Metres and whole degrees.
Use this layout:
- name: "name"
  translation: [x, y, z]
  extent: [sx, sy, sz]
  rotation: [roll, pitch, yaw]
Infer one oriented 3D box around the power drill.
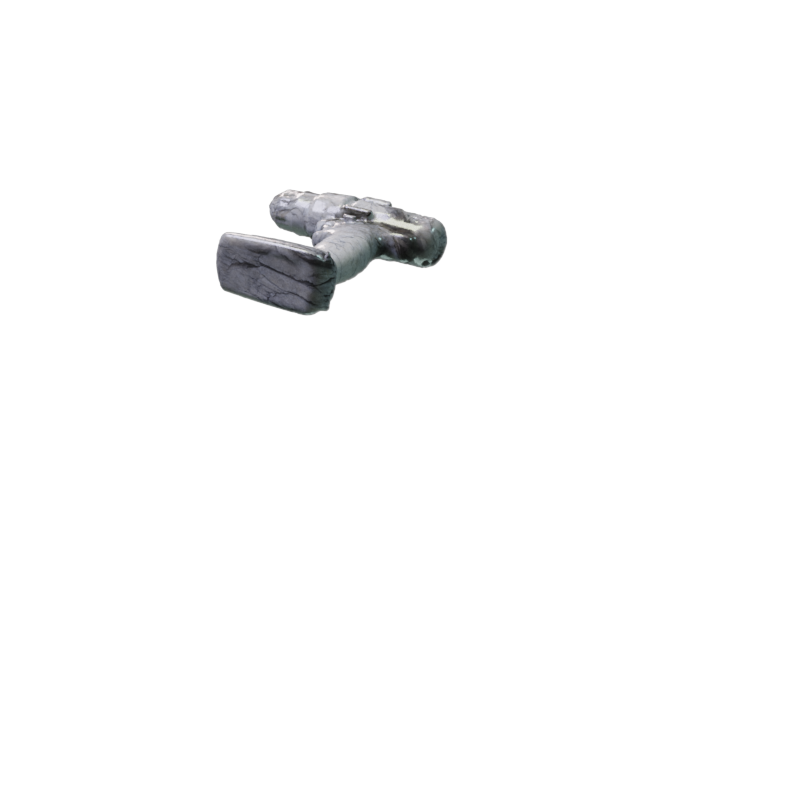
- name: "power drill"
  translation: [-0.076, -0.139, 0.977]
  extent: [0.193, 0.055, 0.188]
  rotation: [15, 29, 28]
